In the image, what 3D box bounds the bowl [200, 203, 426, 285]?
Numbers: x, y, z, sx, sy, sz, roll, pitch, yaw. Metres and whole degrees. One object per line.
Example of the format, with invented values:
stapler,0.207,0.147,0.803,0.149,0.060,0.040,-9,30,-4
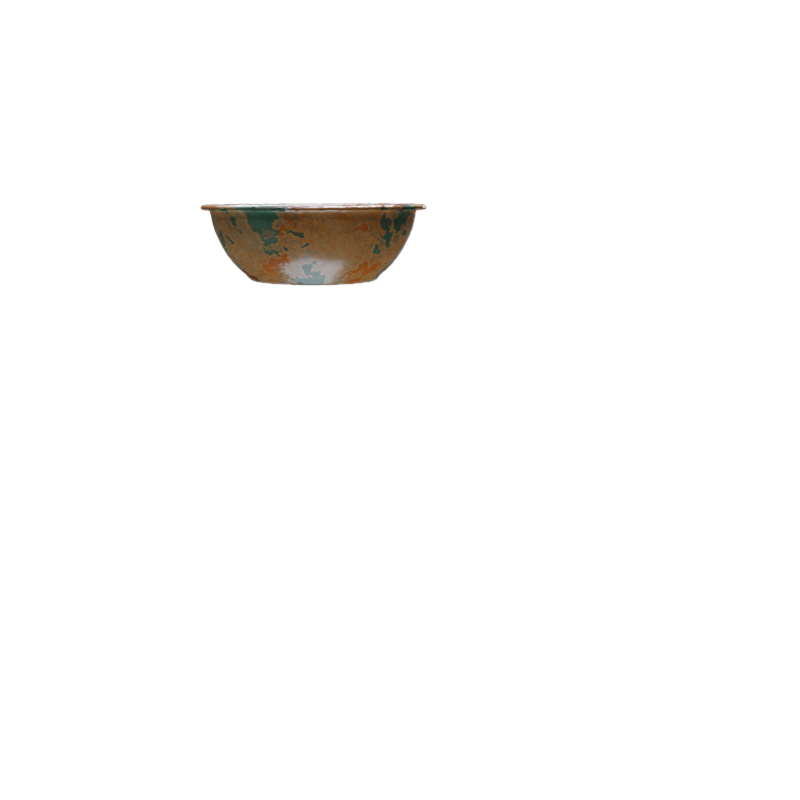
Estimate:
bowl,-0.062,-0.114,0.796,0.162,0.054,0.165,0,10,-2
